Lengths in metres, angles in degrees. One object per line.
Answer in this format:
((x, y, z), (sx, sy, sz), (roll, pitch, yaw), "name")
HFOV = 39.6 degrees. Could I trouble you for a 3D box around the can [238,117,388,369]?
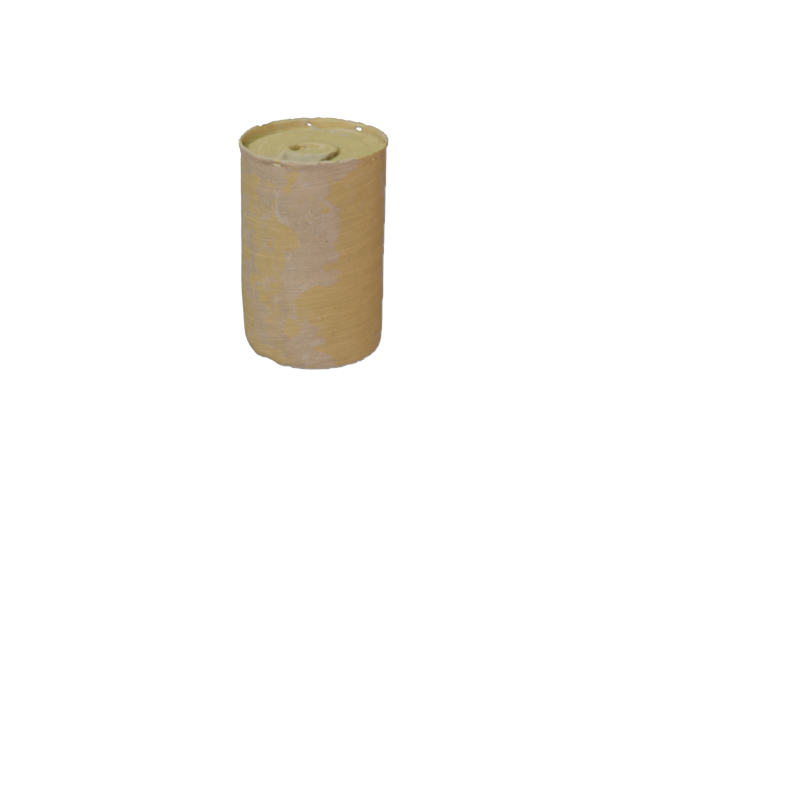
((-0.041, -0.074, 0.521), (0.068, 0.097, 0.072), (0, 25, -2), "can")
